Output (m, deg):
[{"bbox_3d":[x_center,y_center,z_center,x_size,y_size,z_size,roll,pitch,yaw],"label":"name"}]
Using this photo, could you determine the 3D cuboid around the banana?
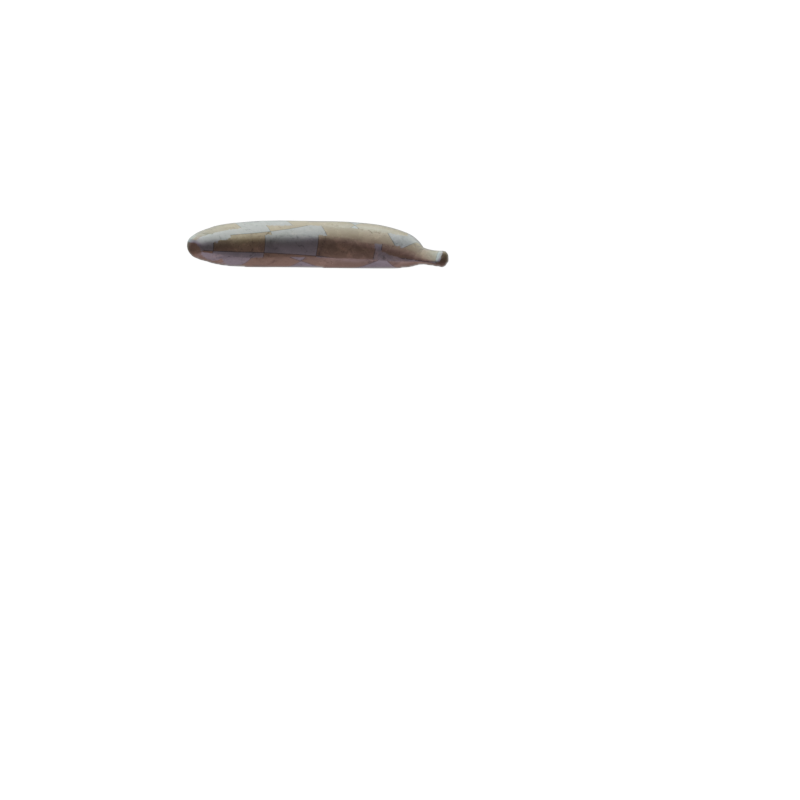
[{"bbox_3d":[-0.067,-0.119,0.844,0.194,0.037,0.071,-1,3,-14],"label":"banana"}]
